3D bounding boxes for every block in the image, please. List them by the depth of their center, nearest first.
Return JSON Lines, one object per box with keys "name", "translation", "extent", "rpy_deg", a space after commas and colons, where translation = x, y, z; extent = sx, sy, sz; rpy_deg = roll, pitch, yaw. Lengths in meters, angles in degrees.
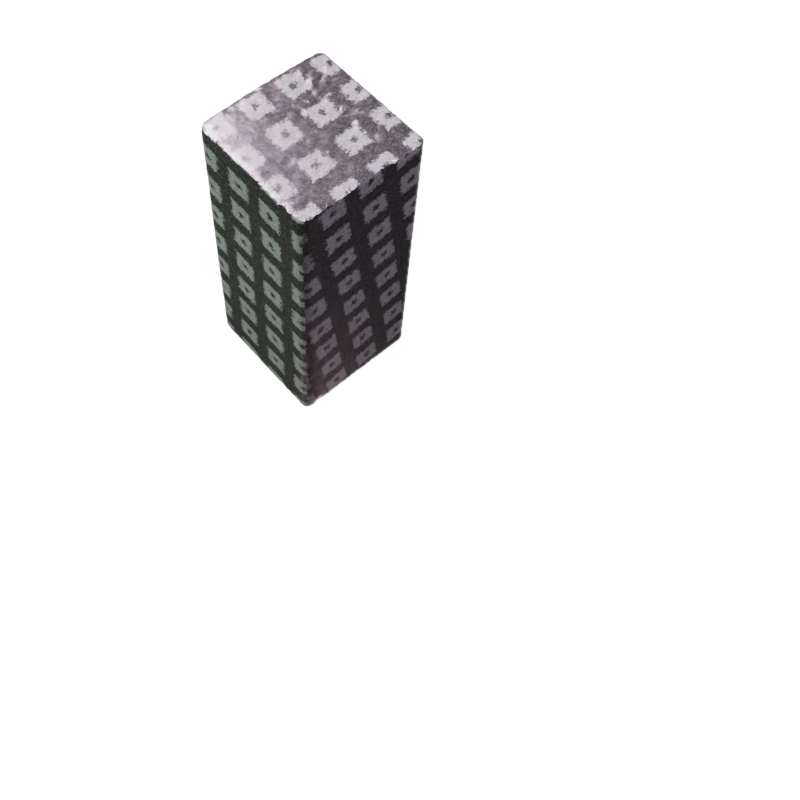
{"name": "block", "translation": [-0.054, -0.097, 0.681], "extent": [0.091, 0.096, 0.194], "rpy_deg": [-36, -22, -21]}
